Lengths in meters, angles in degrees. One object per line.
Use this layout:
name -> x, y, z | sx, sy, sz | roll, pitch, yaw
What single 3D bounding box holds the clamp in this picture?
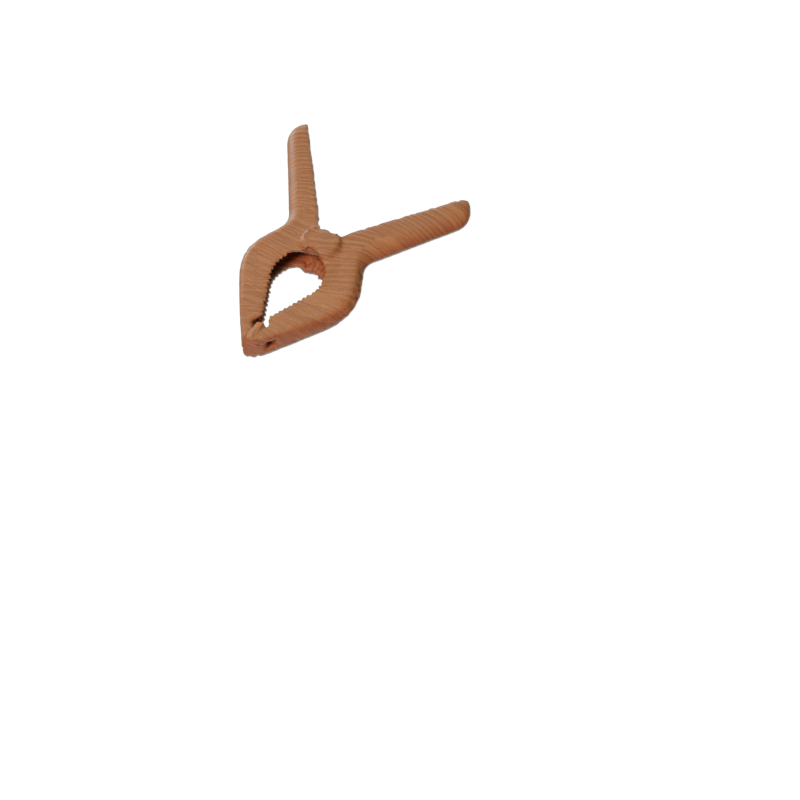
clamp -> -0.067, -0.123, 0.860 | 0.172, 0.214, 0.034 | 32, -28, 19
